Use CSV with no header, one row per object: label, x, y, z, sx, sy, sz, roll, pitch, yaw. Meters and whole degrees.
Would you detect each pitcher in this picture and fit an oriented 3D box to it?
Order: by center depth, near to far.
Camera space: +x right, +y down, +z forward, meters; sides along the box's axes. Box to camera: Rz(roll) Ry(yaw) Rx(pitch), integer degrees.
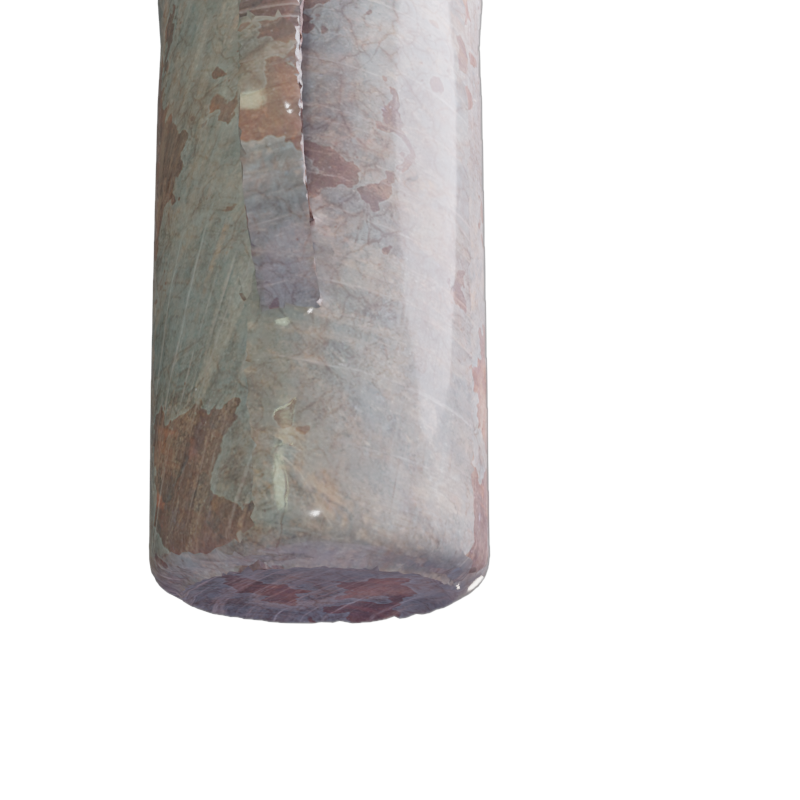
pitcher,-0.031,-0.056,0.396,0.141,0.258,0.145,19,-33,-36
